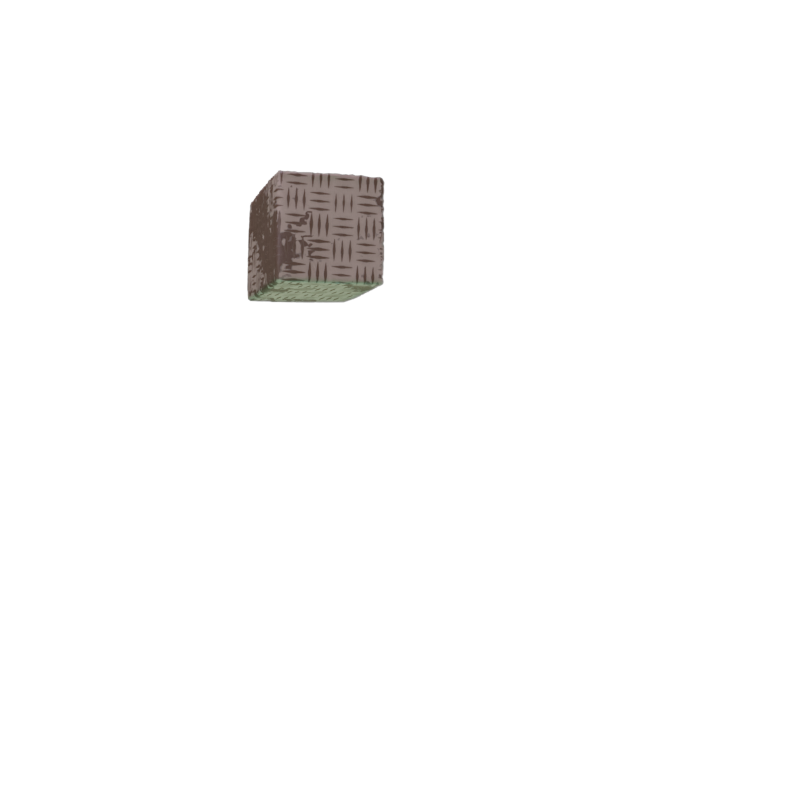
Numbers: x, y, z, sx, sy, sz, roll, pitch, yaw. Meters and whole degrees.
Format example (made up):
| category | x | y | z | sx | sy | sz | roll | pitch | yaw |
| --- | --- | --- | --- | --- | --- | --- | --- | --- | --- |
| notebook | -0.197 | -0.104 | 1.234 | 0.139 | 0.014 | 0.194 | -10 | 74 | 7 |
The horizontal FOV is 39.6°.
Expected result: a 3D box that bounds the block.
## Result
| category | x | y | z | sx | sy | sz | roll | pitch | yaw |
| --- | --- | --- | --- | --- | --- | --- | --- | --- | --- |
| block | -0.042 | -0.077 | 0.541 | 0.052 | 0.052 | 0.078 | 1 | -5 | -17 |
